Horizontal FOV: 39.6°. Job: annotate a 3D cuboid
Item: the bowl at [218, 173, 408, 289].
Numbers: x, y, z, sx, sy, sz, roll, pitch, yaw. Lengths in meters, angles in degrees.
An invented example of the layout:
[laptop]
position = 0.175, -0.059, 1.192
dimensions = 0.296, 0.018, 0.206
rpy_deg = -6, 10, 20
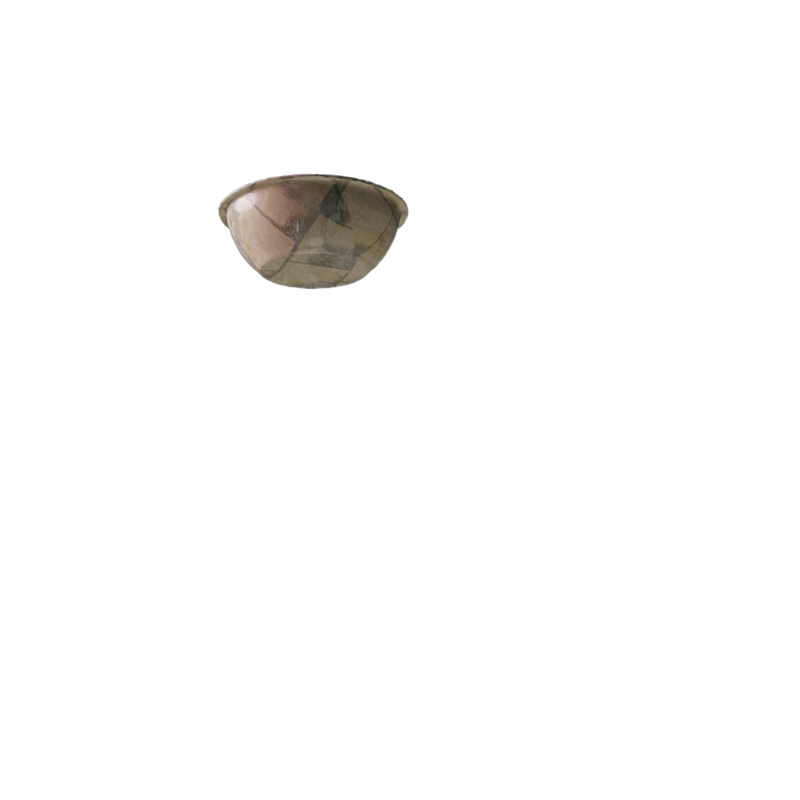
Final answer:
[bowl]
position = -0.073, -0.133, 0.934
dimensions = 0.162, 0.057, 0.156
rpy_deg = 0, -14, -2
